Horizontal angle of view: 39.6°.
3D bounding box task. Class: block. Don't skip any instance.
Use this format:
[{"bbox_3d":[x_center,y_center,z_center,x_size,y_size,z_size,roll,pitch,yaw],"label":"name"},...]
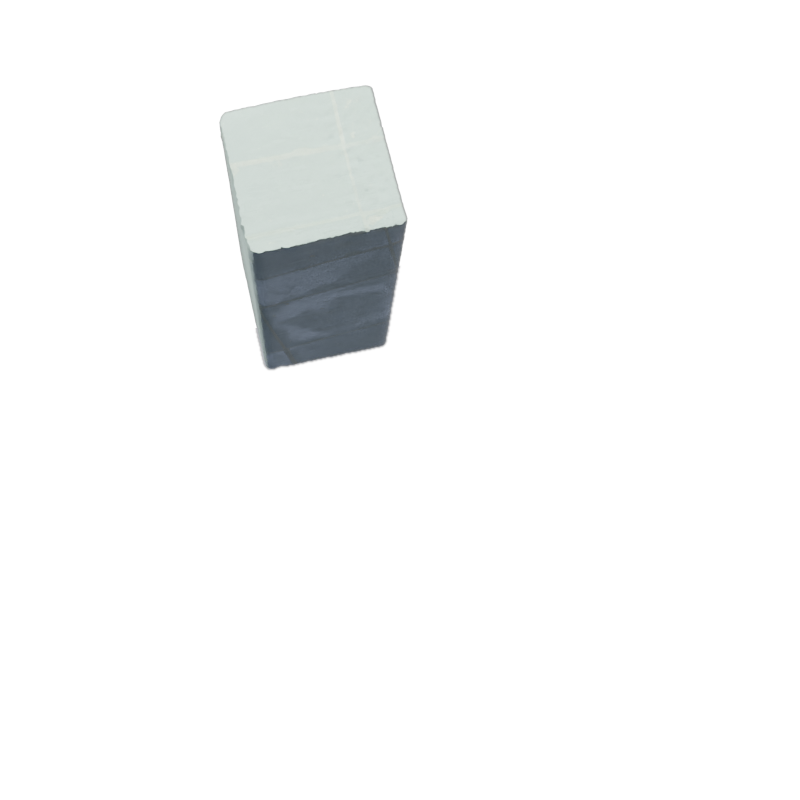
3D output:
[{"bbox_3d":[-0.055,-0.100,0.697,0.090,0.095,0.197,-12,-16,-7],"label":"block"}]
